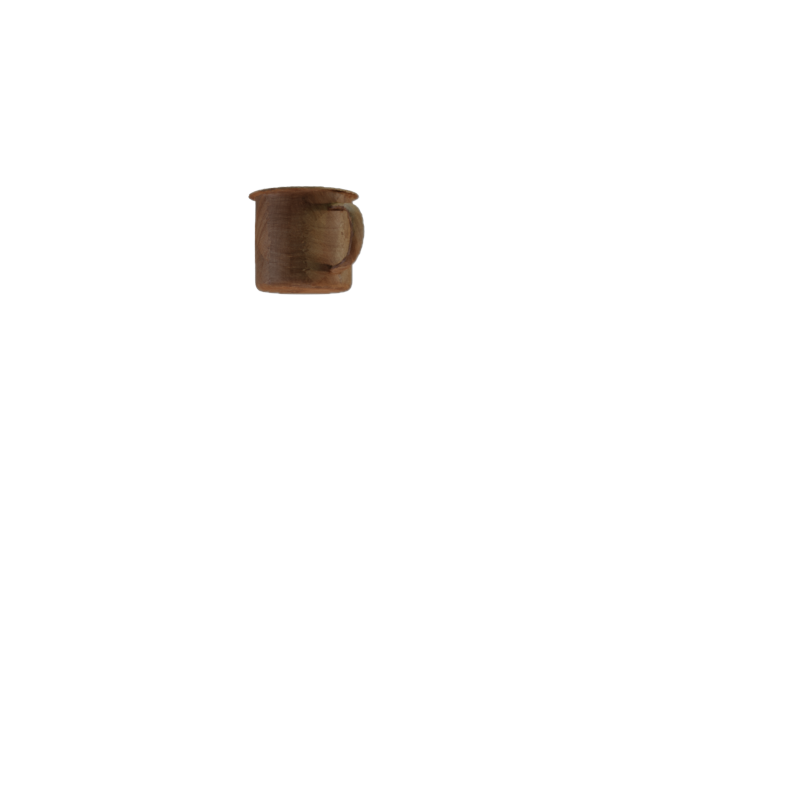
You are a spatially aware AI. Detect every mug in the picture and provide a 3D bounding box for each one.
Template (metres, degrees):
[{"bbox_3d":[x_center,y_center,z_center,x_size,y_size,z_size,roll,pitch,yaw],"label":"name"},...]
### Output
[{"bbox_3d":[-0.072,-0.131,0.918,0.089,0.083,0.121,2,-3,-45],"label":"mug"}]
